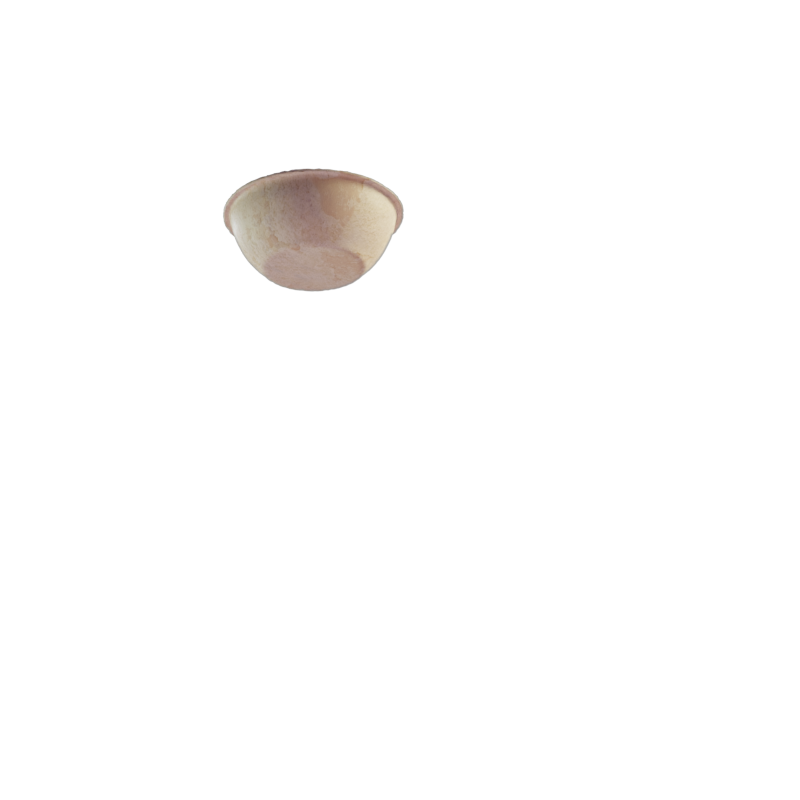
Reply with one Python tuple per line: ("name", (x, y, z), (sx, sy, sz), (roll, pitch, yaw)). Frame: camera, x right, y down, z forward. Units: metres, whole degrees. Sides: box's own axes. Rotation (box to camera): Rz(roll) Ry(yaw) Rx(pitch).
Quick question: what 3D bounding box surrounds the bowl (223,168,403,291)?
("bowl", (-0.077, -0.140, 0.978), (0.162, 0.058, 0.154), (1, -22, -2))
